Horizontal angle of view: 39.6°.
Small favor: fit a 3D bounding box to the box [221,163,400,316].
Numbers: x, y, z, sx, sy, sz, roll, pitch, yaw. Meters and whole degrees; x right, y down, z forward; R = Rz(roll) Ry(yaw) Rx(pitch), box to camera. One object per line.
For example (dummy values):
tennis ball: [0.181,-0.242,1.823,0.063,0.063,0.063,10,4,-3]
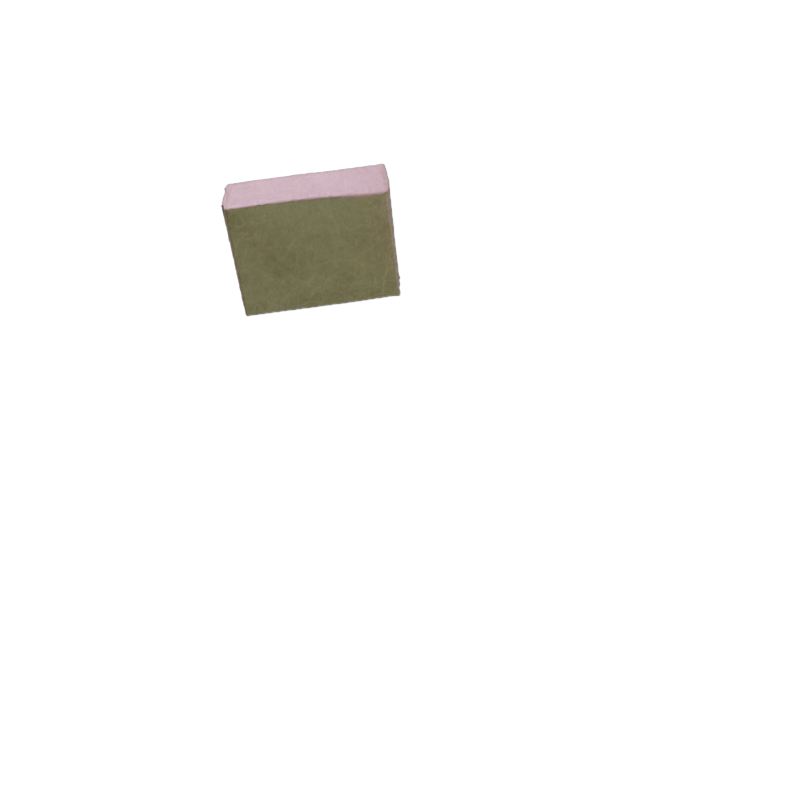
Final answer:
box: [-0.060,-0.109,0.764,0.114,0.084,0.042,-5,35,3]
